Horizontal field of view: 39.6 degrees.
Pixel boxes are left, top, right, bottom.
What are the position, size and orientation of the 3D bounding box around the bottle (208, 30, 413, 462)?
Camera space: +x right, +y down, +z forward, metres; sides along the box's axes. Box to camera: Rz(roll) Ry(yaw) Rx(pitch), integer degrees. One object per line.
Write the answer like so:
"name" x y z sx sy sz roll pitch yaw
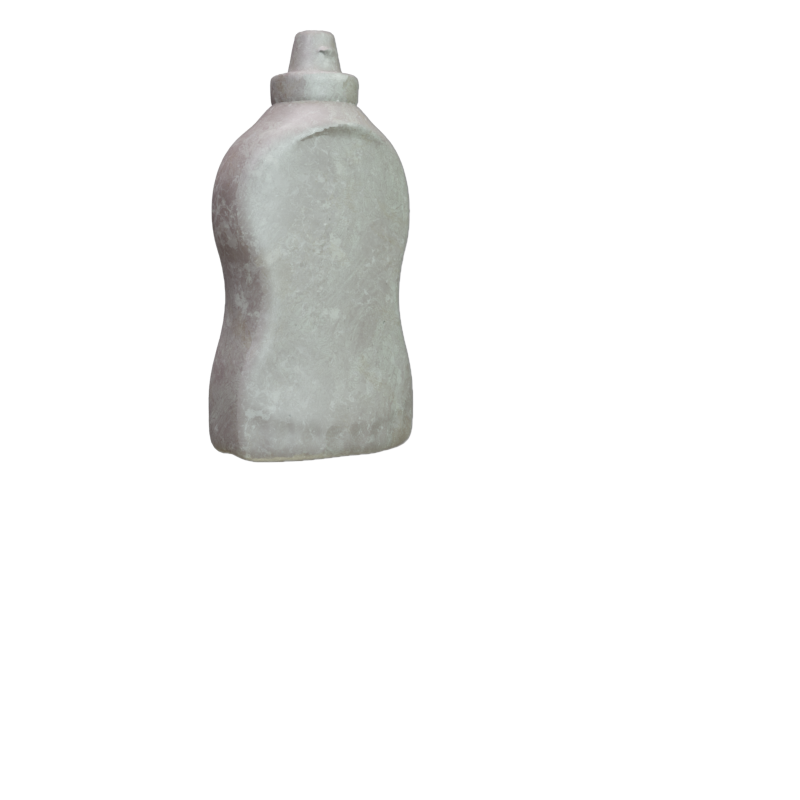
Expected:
"bottle" -0.040 -0.073 0.509 0.093 0.192 0.060 0 0 -32
